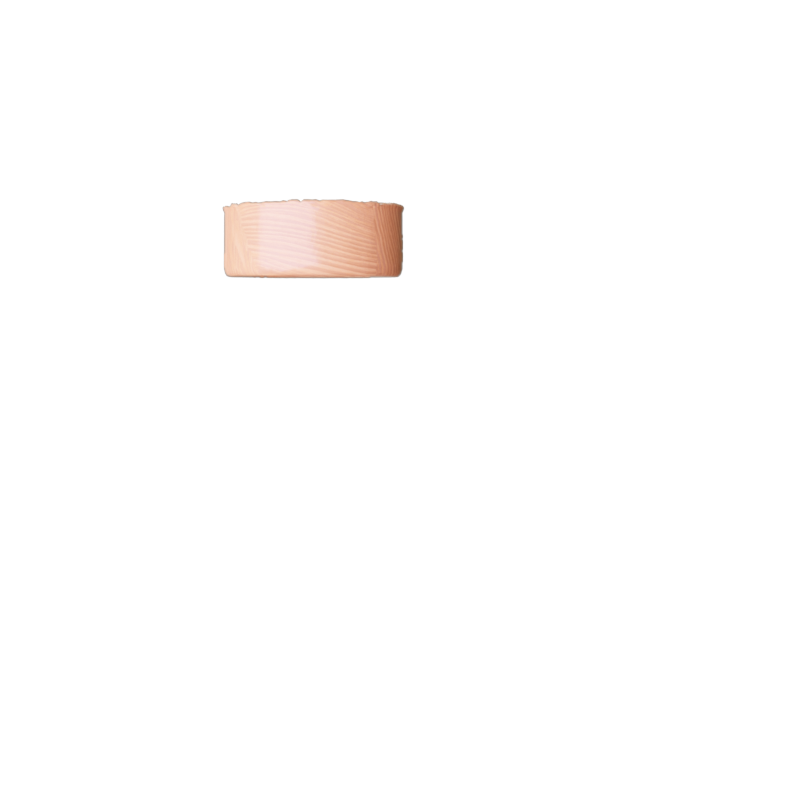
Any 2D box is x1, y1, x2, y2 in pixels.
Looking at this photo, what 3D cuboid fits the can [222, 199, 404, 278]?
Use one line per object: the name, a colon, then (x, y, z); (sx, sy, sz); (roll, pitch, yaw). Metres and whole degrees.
can: (-0.041, -0.075, 0.523); (0.086, 0.033, 0.086); (0, 4, -2)
